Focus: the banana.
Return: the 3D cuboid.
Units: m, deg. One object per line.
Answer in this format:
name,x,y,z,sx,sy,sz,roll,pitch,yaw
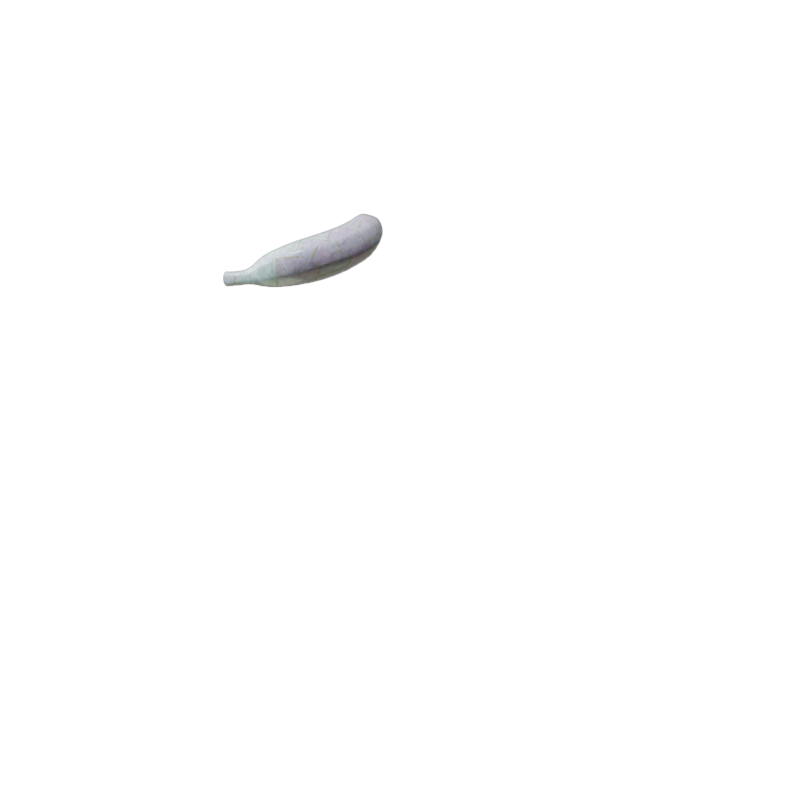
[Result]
banana,-0.064,-0.133,0.961,0.073,0.035,0.196,16,28,33
